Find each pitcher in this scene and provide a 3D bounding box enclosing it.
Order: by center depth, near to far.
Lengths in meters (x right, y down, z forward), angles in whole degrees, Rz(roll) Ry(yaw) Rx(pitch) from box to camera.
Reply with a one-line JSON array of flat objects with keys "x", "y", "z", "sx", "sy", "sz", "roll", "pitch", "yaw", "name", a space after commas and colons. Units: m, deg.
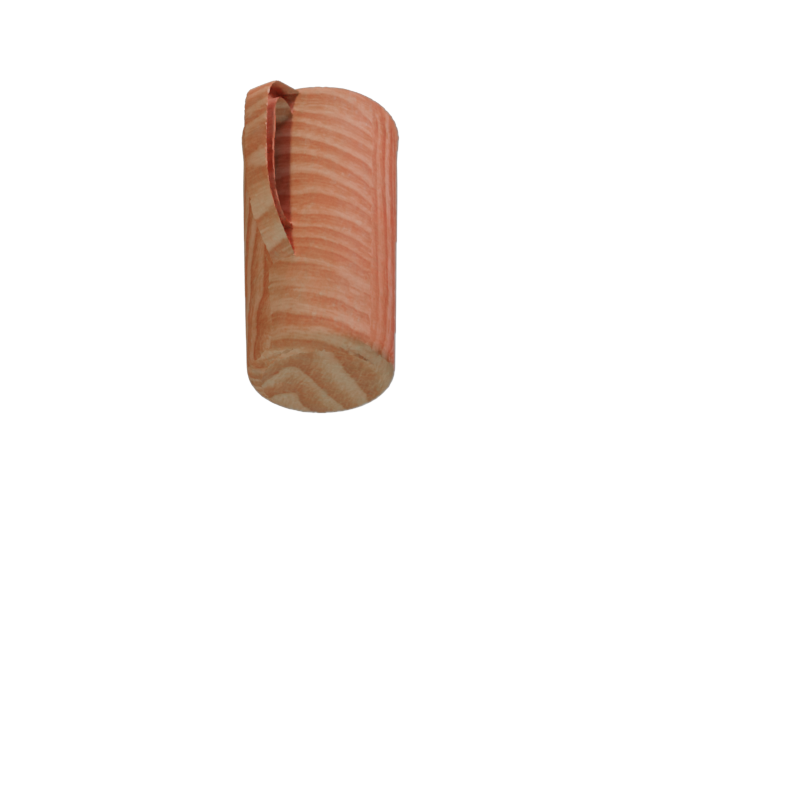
[{"x": -0.068, "y": -0.123, "z": 0.863, "sx": 0.145, "sy": 0.260, "sz": 0.139, "roll": 10, "pitch": -36, "yaw": -18, "name": "pitcher"}]
